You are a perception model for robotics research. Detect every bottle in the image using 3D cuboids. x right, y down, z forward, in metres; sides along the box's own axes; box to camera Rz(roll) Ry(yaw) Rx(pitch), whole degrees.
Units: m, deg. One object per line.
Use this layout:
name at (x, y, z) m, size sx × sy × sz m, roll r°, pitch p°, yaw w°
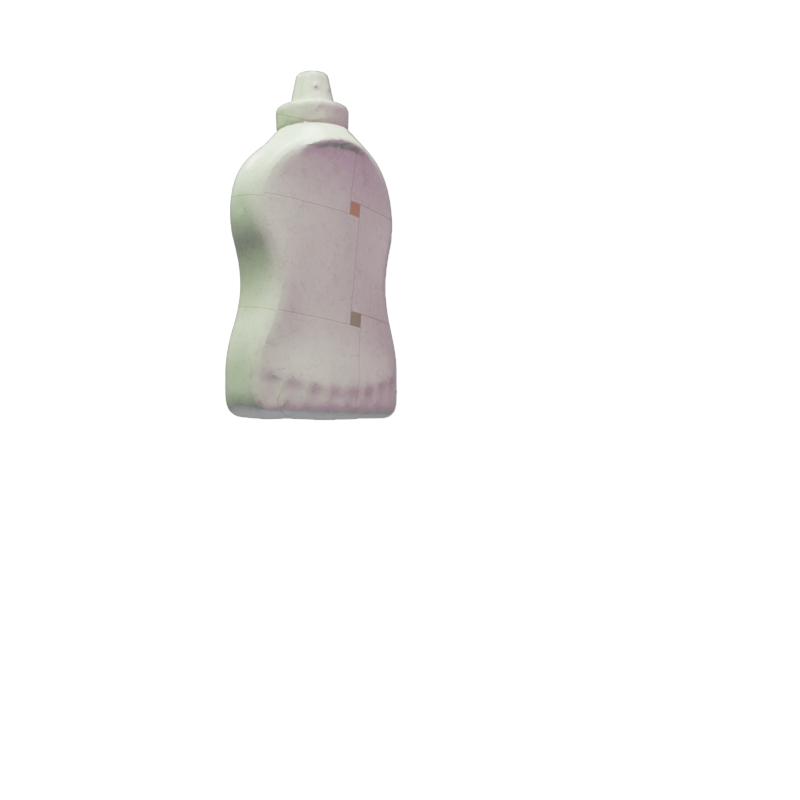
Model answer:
bottle at (-0.048, -0.087, 0.608) m, size 0.092 × 0.196 × 0.059 m, roll 6°, pitch -11°, yaw -35°
